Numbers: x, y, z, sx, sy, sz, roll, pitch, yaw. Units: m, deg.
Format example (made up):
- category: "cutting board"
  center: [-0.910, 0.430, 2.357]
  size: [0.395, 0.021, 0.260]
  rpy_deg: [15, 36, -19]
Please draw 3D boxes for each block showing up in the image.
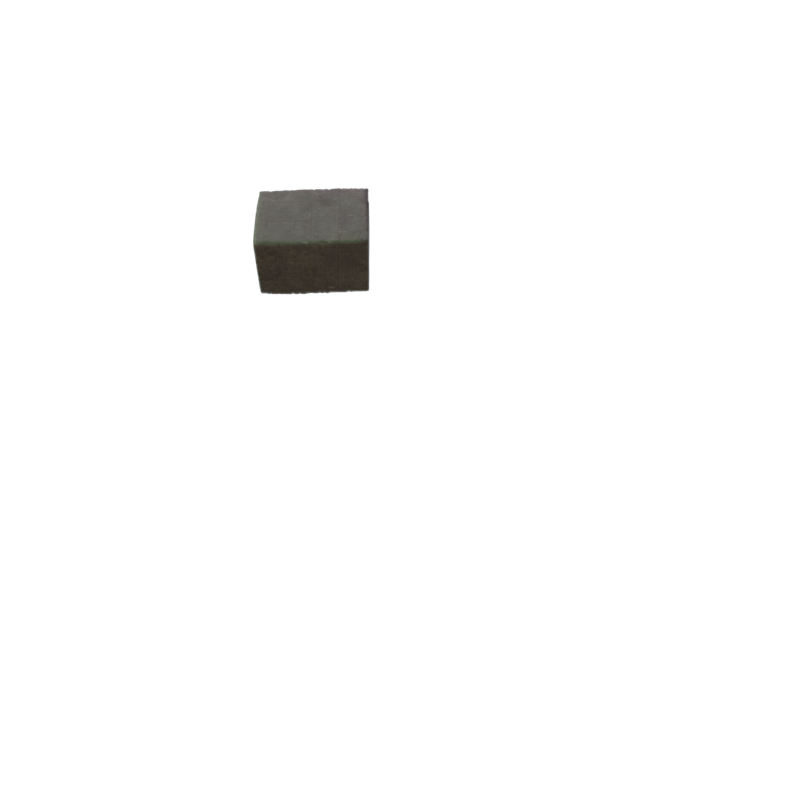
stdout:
- category: "block"
  center: [-0.060, -0.109, 0.761]
  size: [0.078, 0.055, 0.049]
  rpy_deg: [-1, -40, 0]
